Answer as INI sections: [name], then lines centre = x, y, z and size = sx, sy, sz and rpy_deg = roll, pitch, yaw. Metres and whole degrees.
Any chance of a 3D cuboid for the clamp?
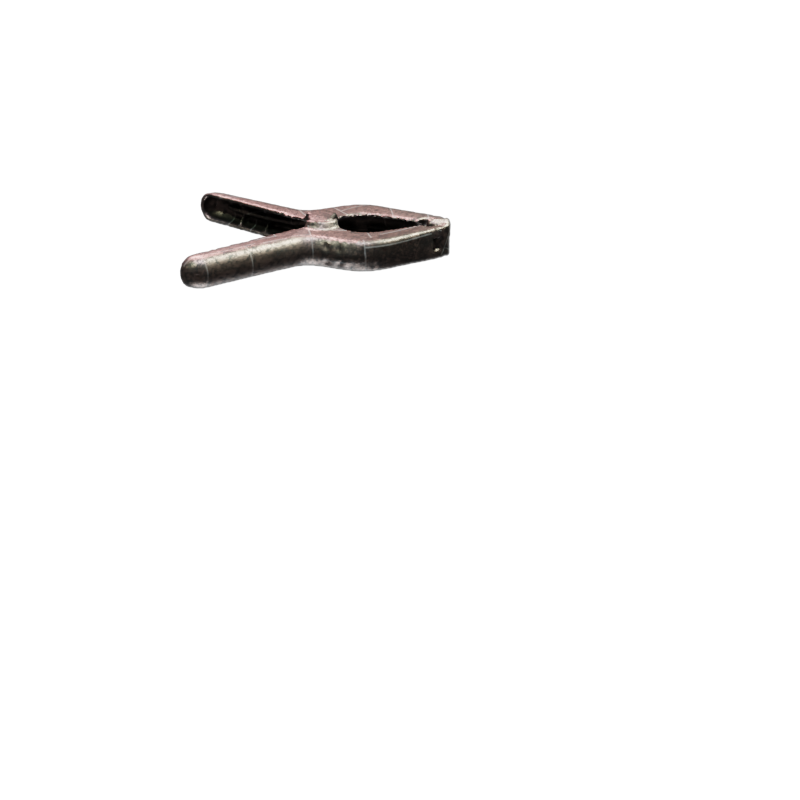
[clamp]
centre = -0.067, -0.123, 0.858
size = 0.212, 0.034, 0.172
rpy_deg = 3, 28, 5
